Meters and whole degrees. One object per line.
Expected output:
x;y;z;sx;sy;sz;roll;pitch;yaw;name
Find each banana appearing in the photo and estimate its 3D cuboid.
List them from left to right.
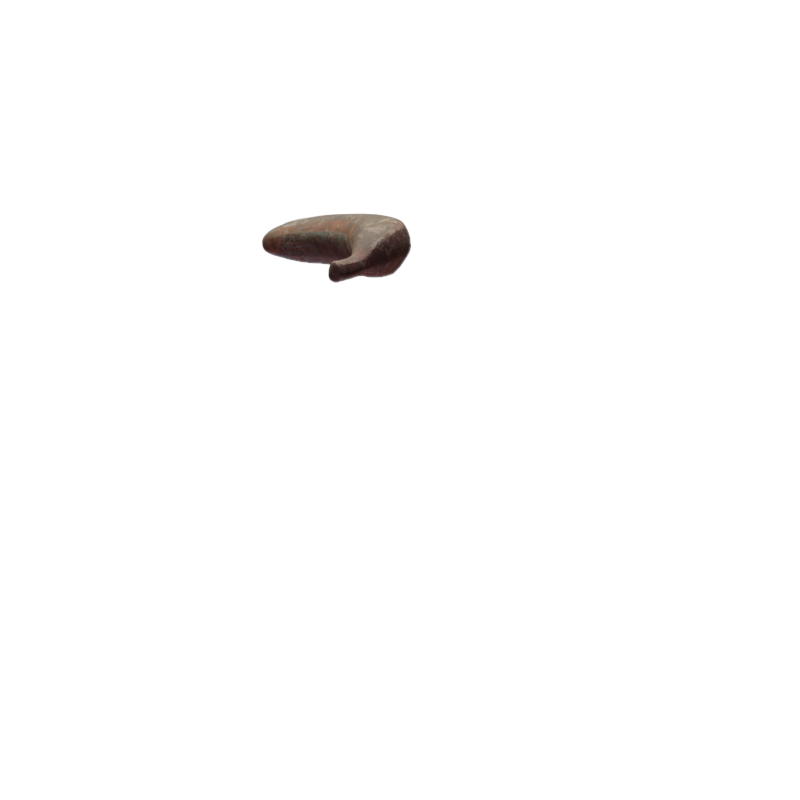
-0.038;-0.104;0.725;0.068;0.036;0.205;-3;11;-18;banana
